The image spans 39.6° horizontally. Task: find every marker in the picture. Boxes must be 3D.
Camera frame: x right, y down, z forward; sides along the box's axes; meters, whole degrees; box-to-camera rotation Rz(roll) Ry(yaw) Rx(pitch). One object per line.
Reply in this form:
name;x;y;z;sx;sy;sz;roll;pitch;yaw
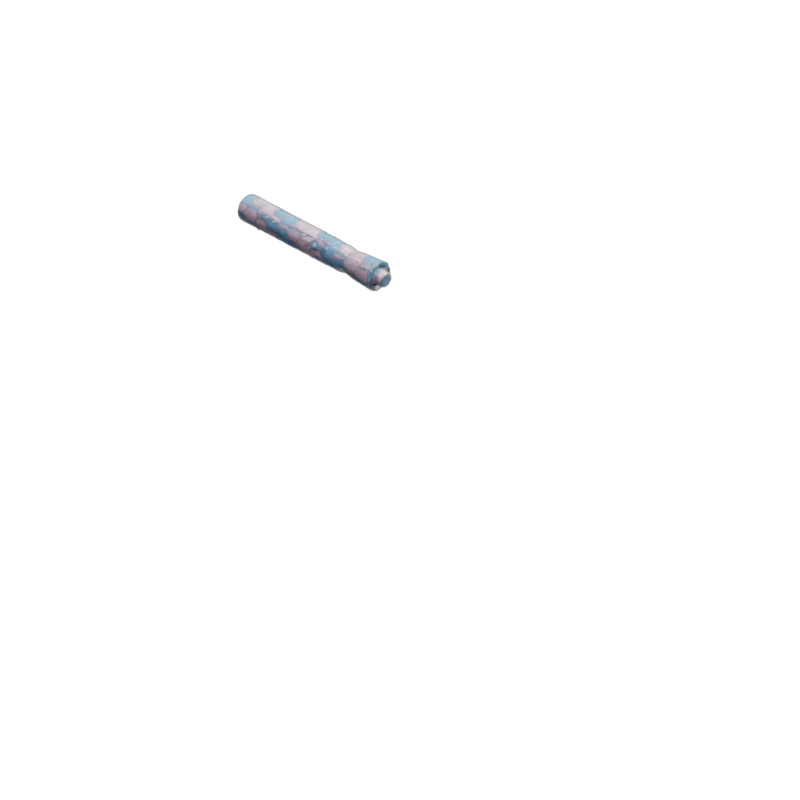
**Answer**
marker;-0.053;-0.096;0.673;0.129;0.019;0.019;32;22;35
